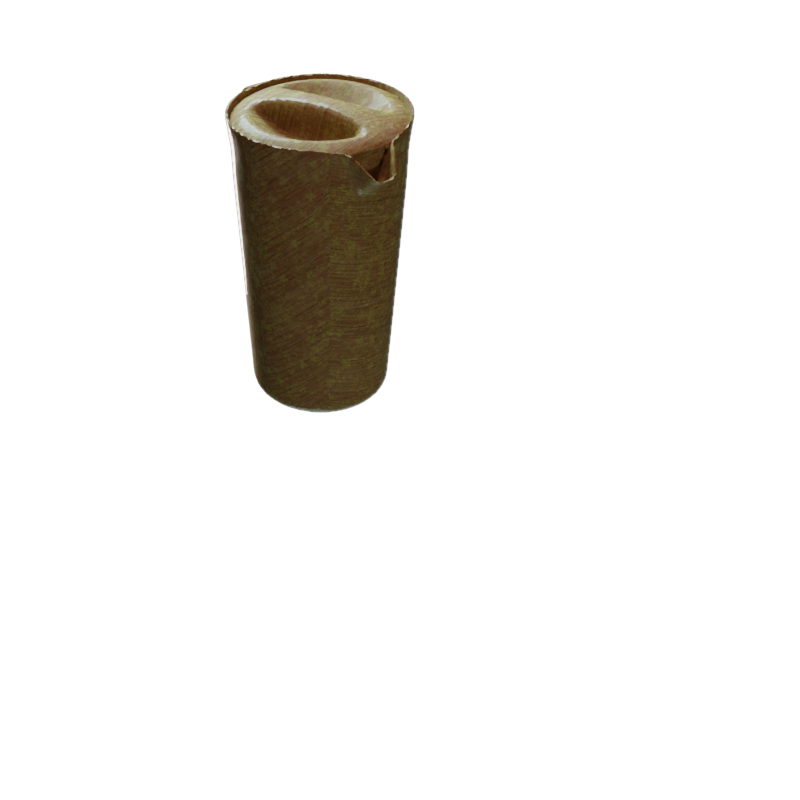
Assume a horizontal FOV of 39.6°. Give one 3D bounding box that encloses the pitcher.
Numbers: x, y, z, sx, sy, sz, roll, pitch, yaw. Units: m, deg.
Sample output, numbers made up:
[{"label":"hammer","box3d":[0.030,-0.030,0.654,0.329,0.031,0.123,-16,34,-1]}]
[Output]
[{"label":"pitcher","box3d":[-0.066,-0.121,0.844,0.147,0.228,0.157,7,35,7]}]
